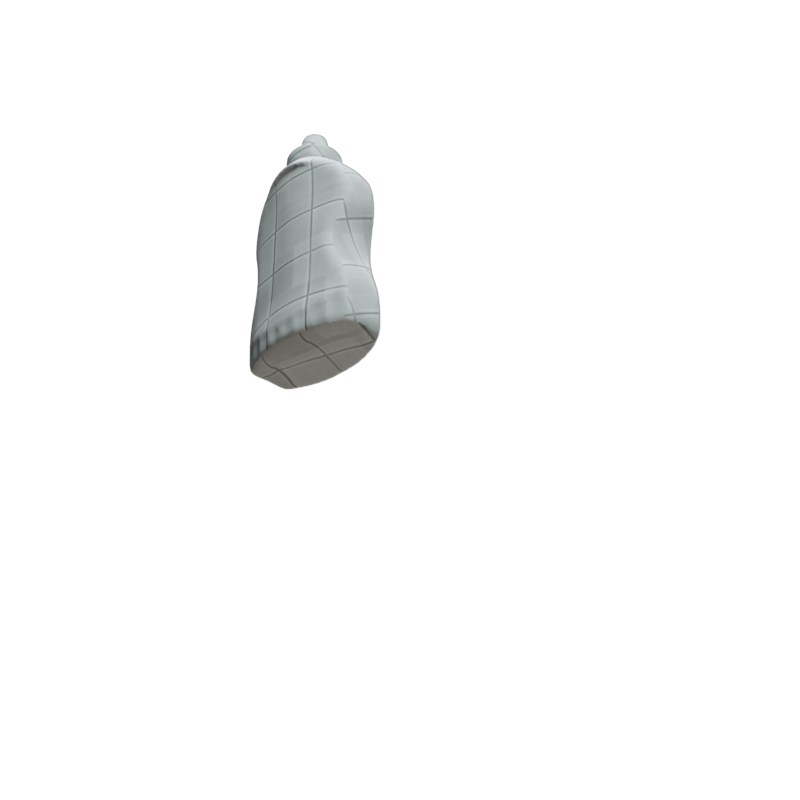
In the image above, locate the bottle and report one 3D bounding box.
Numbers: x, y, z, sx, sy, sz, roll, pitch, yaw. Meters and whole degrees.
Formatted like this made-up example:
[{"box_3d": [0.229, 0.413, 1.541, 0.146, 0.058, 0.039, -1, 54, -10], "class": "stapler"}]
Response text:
[{"box_3d": [-0.060, -0.109, 0.766, 0.055, 0.205, 0.095, 27, -45, -36], "class": "bottle"}]
